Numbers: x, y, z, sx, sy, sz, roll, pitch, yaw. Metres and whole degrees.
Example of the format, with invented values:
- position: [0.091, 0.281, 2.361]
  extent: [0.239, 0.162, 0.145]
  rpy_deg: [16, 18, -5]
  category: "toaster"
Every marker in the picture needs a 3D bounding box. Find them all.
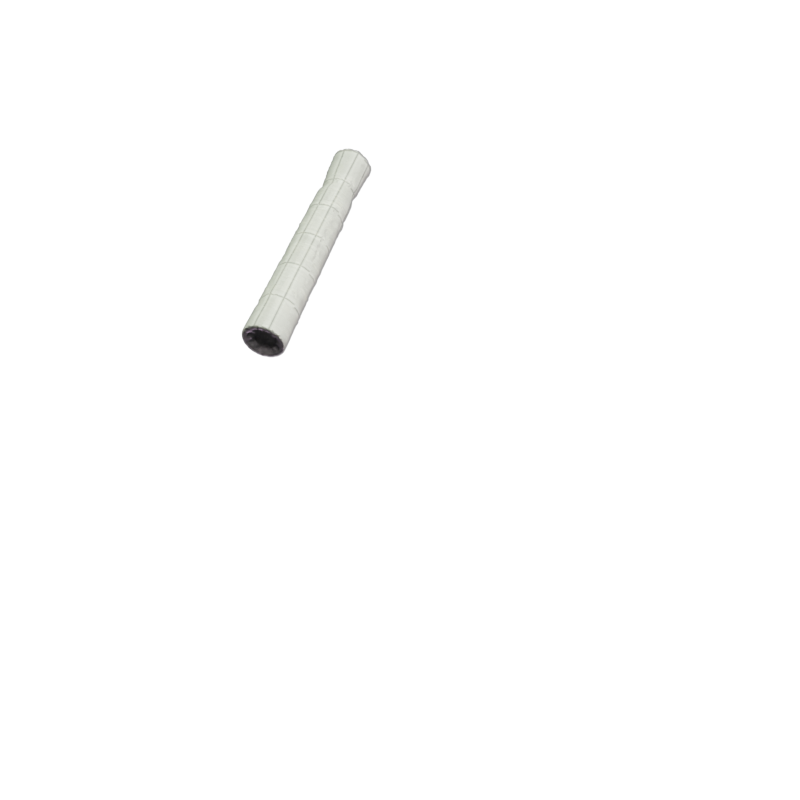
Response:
- position: [-0.038, -0.069, 0.481]
  extent: [0.020, 0.127, 0.018]
  rpy_deg: [0, -44, 23]
  category: "marker"
